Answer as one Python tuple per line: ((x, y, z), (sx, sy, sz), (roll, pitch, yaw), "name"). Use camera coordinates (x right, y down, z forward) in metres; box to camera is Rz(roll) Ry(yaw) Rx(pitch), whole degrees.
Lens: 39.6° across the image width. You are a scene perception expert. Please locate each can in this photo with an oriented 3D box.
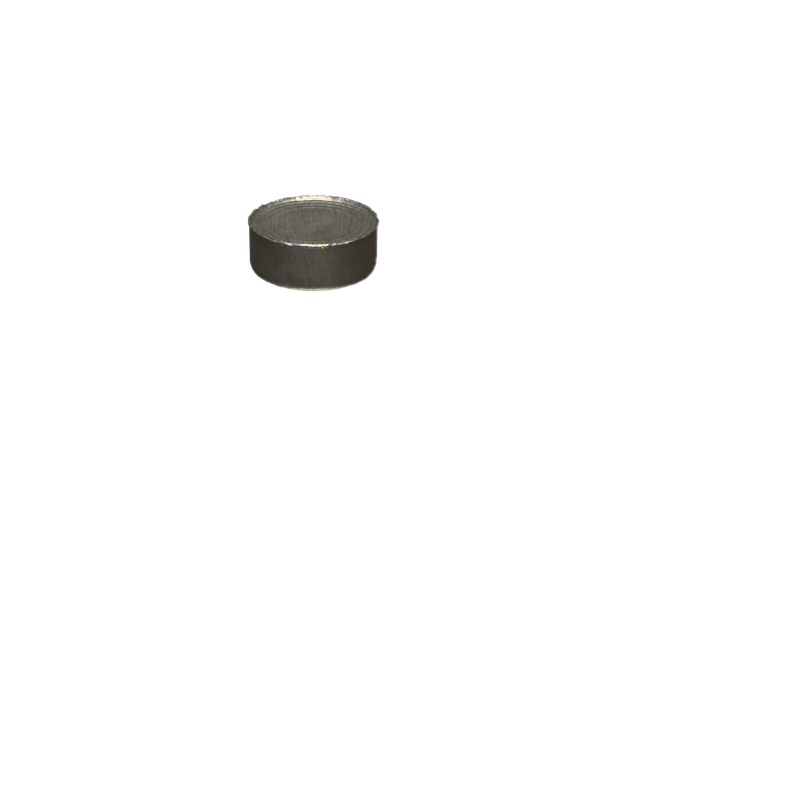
((-0.057, -0.104, 0.730), (0.086, 0.032, 0.091), (-1, 30, -2), "can")
